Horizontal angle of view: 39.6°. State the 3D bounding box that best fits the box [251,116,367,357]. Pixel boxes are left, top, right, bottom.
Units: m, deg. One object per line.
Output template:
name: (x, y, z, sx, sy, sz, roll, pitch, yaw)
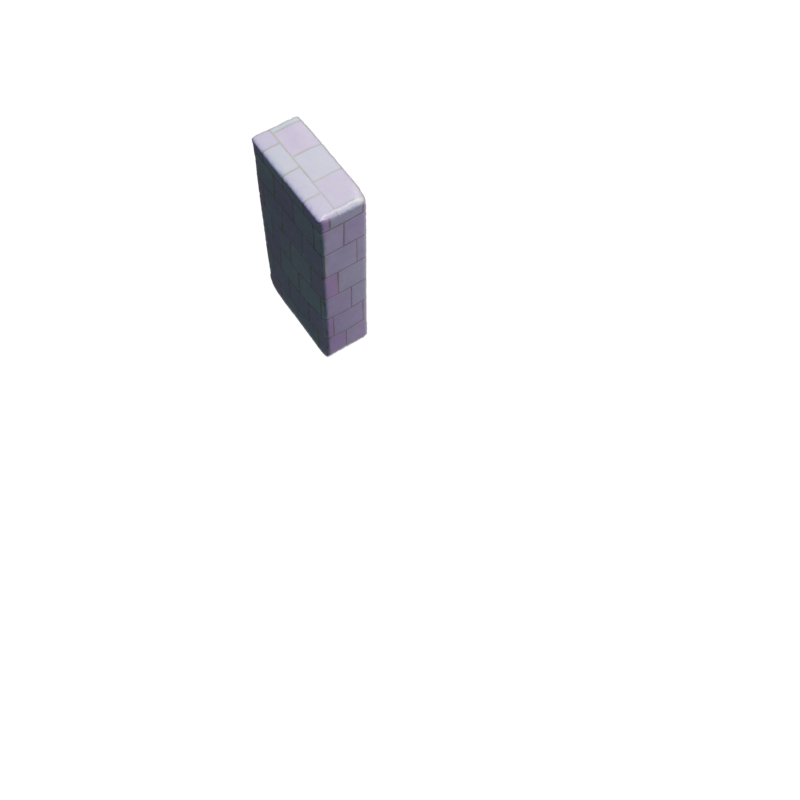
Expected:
box: (-0.064, -0.118, 0.826, 0.048, 0.100, 0.165, -27, -27, -19)
